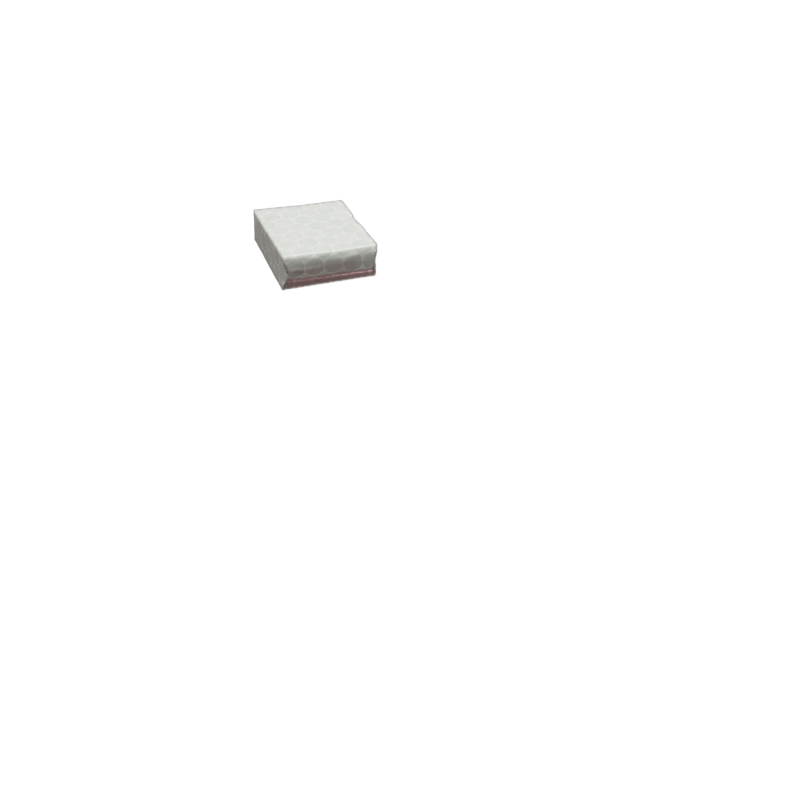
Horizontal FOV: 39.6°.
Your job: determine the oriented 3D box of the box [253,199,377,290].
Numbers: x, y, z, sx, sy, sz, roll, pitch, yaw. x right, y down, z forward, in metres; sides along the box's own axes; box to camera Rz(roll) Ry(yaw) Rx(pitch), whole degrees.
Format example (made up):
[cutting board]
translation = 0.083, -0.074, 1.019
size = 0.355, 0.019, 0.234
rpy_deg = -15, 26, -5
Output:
[box]
translation = -0.065, -0.119, 0.836
size = 0.072, 0.028, 0.096
rpy_deg = -9, 33, -16
